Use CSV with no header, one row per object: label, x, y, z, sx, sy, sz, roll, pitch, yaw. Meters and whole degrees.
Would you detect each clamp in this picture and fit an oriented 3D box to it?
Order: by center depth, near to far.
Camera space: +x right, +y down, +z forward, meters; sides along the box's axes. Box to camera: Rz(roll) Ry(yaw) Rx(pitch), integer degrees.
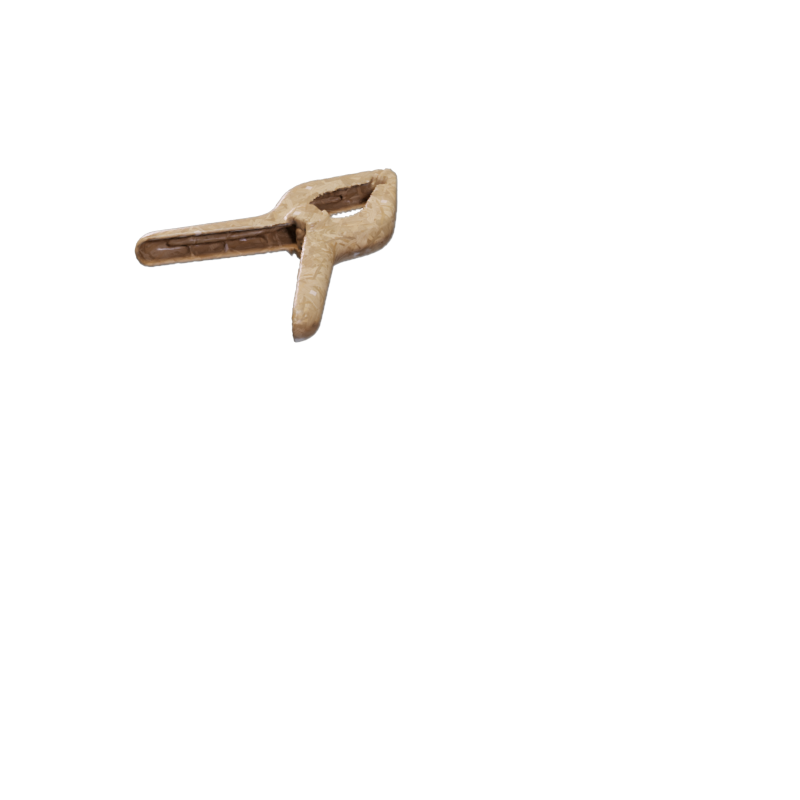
clamp,-0.063,-0.115,0.807,0.210,0.034,0.176,-30,46,-34
